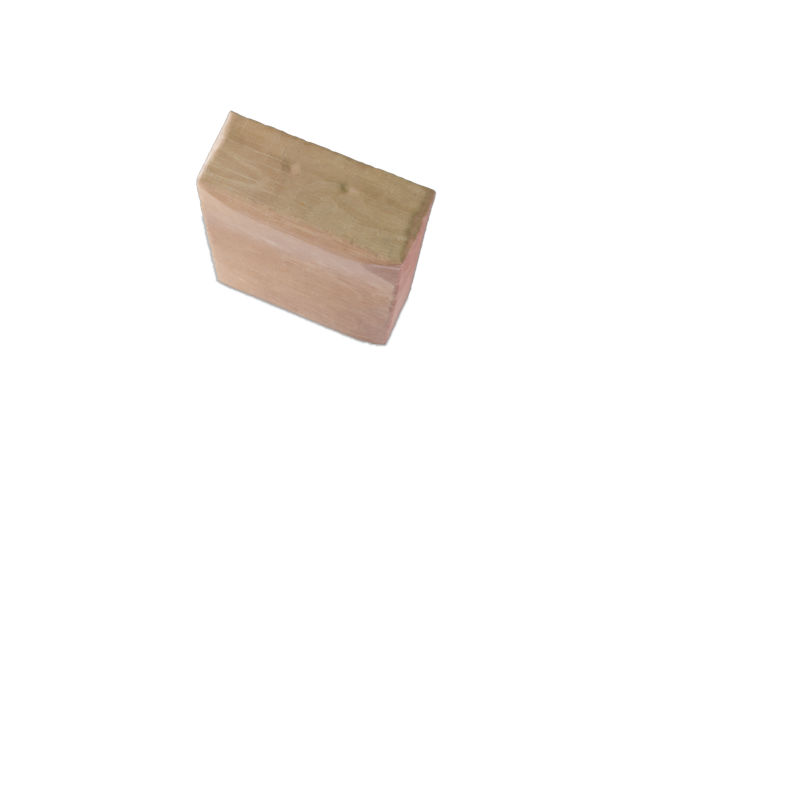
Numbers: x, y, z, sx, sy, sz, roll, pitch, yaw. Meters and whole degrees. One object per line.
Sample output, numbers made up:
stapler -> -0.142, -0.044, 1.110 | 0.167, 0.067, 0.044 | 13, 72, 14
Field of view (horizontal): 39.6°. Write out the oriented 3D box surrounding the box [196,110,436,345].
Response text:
box -> -0.069, -0.126, 0.880 | 0.166, 0.074, 0.205 | 23, -15, 4
